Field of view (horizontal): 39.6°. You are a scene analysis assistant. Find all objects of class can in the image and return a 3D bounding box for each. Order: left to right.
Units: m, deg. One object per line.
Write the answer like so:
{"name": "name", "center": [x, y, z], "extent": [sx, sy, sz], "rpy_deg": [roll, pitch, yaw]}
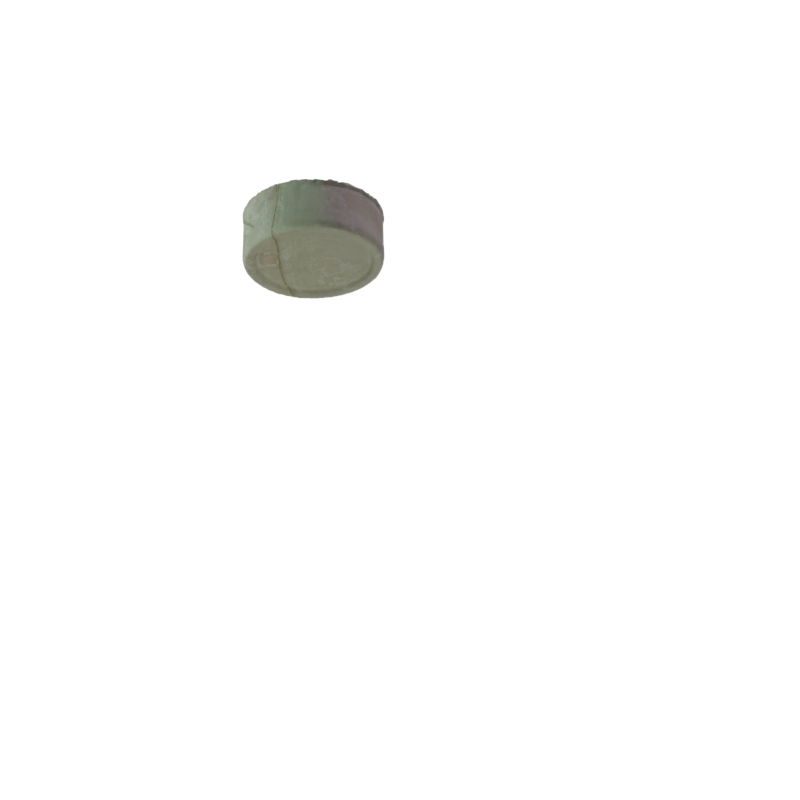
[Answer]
{"name": "can", "center": [-0.052, -0.095, 0.664], "extent": [0.086, 0.036, 0.081], "rpy_deg": [1, -26, -2]}
